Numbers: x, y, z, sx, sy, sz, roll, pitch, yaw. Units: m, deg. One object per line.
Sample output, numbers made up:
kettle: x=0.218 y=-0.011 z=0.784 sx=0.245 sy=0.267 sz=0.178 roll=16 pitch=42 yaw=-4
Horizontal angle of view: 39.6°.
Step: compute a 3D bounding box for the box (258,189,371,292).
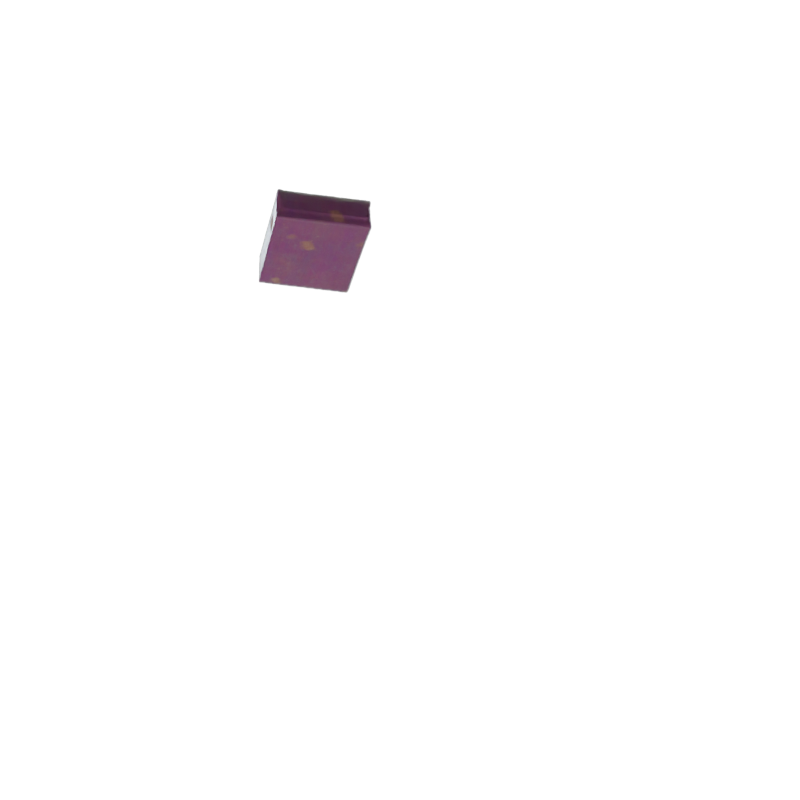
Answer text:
box: x=-0.067 y=-0.123 z=0.858 sx=0.072 sy=0.032 sz=0.085 roll=7 pitch=-34 yaw=-11
